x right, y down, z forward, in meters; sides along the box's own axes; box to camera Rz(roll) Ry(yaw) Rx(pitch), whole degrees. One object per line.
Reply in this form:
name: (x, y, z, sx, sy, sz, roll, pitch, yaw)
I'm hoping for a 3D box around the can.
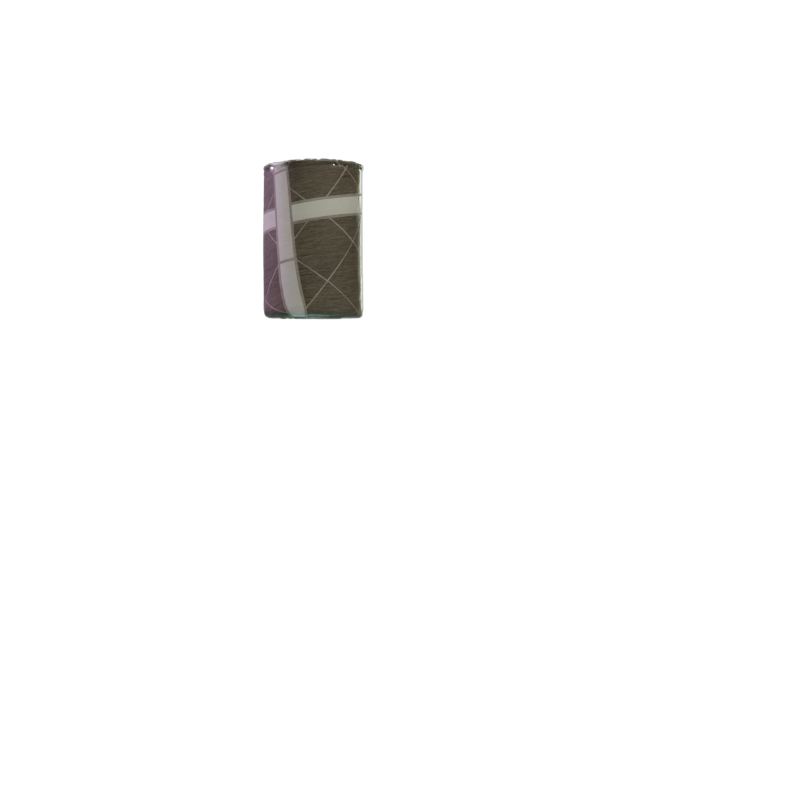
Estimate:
can: (-0.058, -0.106, 0.744, 0.068, 0.103, 0.068, 0, -3, -2)
